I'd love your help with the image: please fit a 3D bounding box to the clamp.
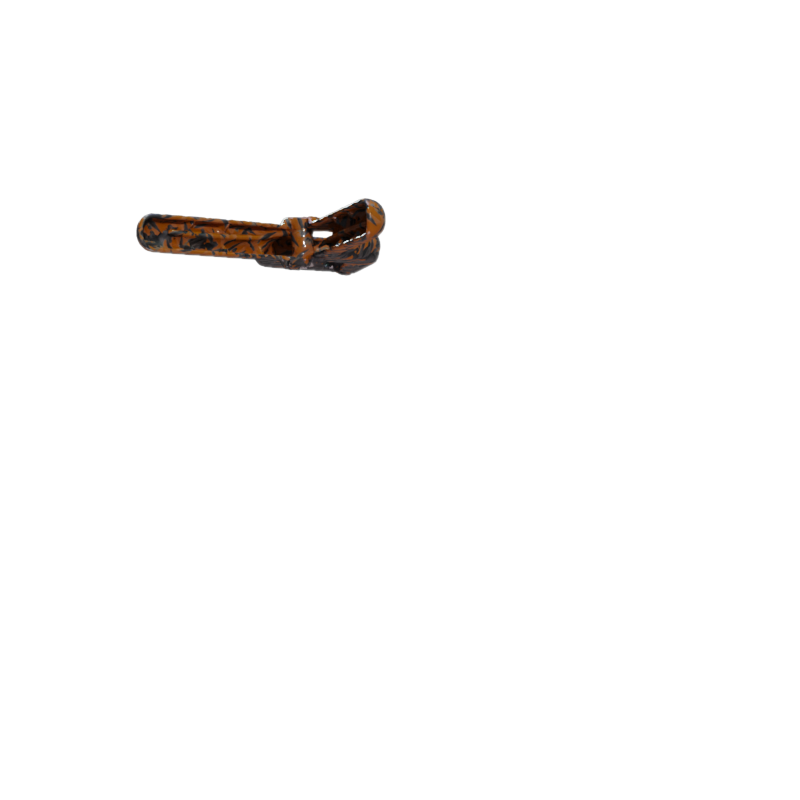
[{"bbox_3d":[-0.061,-0.110,0.773,0.169,0.037,0.203,0,1,23],"label":"clamp"}]
